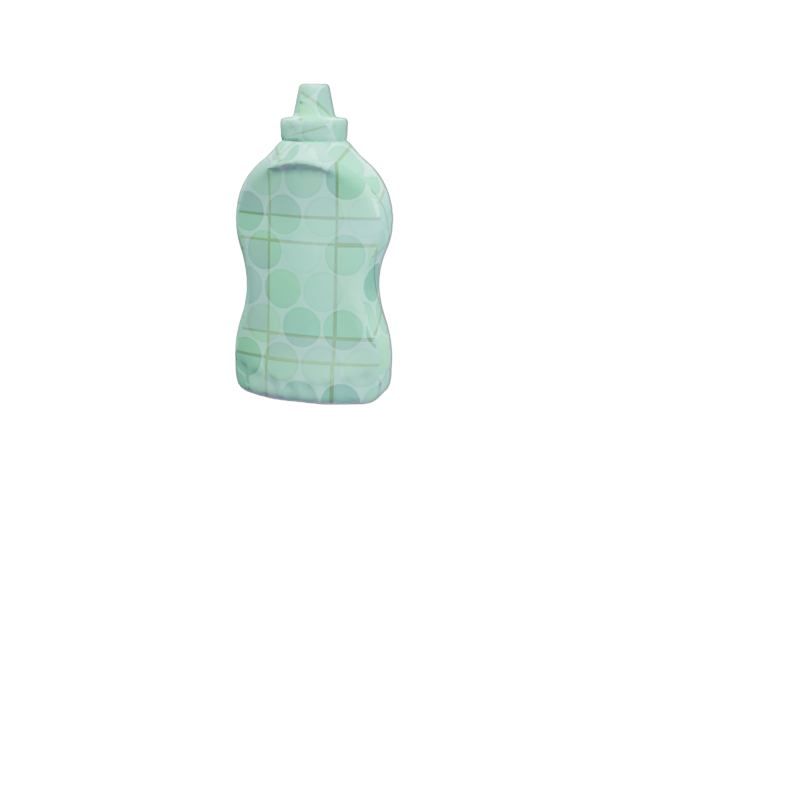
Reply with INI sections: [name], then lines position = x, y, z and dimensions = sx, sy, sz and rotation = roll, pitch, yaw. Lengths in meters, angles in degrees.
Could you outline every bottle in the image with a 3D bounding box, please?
[bottle]
position = -0.053, -0.097, 0.681
dimensions = 0.099, 0.187, 0.058
rotation = 5, 11, 19
